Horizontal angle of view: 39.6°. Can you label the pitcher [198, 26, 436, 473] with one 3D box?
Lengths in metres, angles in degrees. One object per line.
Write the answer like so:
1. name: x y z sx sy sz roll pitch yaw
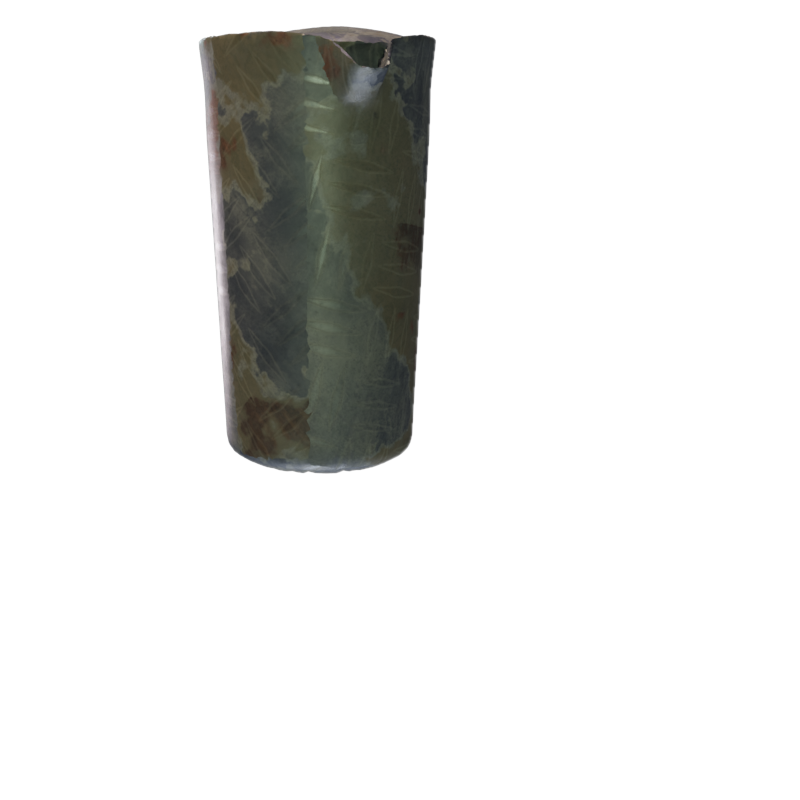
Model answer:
1. pitcher: -0.050 -0.092 0.645 0.149 0.239 0.147 3 8 22
